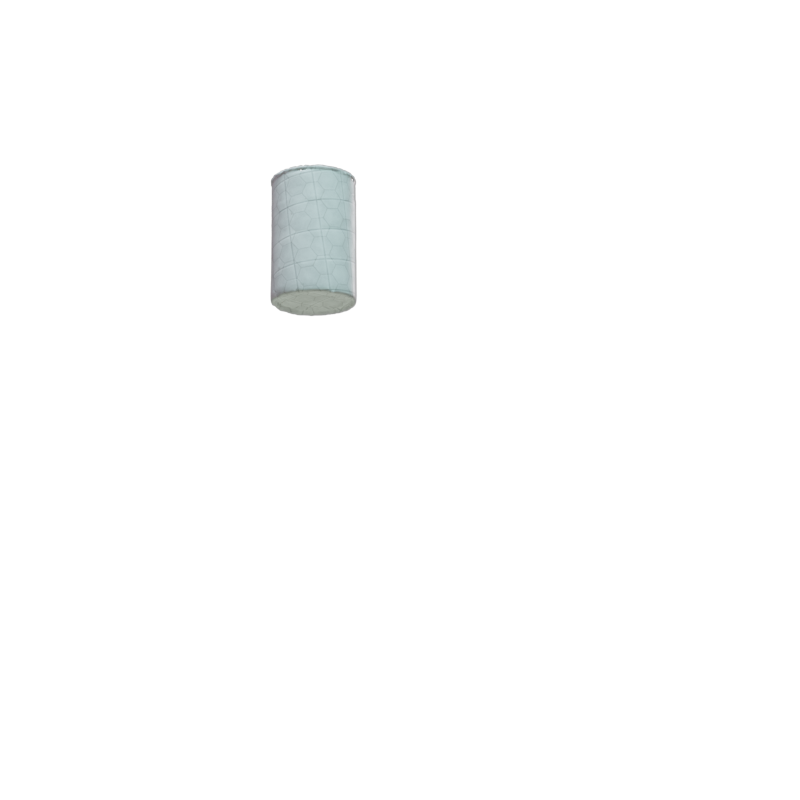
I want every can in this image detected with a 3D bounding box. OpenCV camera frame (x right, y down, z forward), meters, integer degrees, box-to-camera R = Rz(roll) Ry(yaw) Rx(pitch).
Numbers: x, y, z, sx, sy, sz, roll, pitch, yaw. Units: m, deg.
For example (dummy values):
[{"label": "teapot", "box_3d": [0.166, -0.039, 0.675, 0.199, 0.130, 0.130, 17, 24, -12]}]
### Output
[{"label": "can", "box_3d": [-0.068, -0.123, 0.864, 0.068, 0.107, 0.066, 0, -17, -2]}]
